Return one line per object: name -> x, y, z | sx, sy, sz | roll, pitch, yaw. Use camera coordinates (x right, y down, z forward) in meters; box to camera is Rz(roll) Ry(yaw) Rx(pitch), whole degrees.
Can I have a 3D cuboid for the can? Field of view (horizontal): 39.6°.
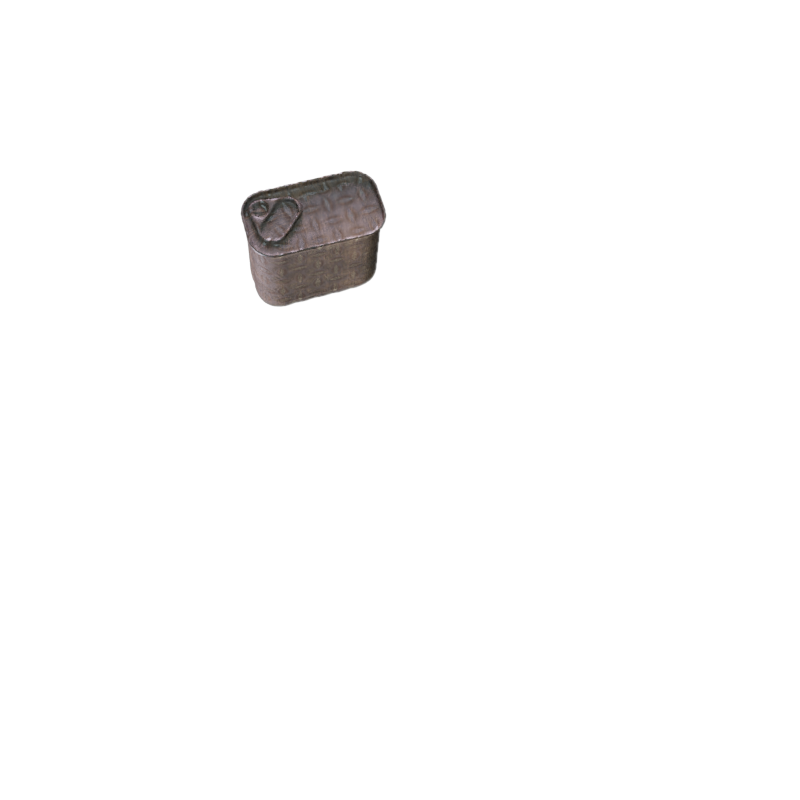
can -> -0.065, -0.119, 0.831 | 0.101, 0.061, 0.079 | -14, -24, -9
